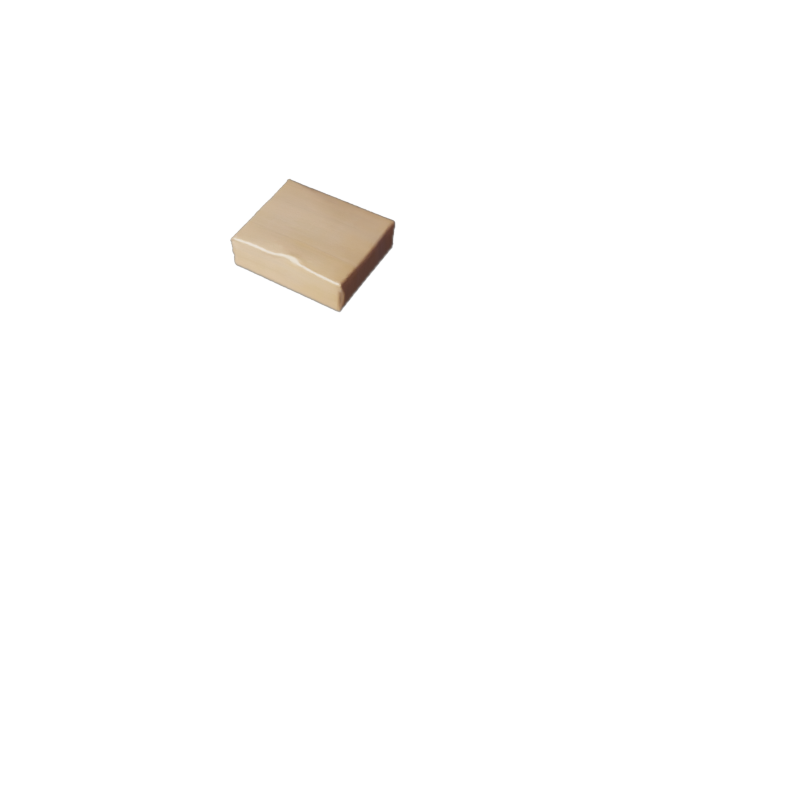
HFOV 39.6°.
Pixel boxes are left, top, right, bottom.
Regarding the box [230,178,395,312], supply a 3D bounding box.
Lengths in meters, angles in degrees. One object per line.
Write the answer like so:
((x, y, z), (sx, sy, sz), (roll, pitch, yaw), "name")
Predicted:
((-0.060, -0.109, 0.760), (0.093, 0.028, 0.075), (24, 52, 20), "box")
